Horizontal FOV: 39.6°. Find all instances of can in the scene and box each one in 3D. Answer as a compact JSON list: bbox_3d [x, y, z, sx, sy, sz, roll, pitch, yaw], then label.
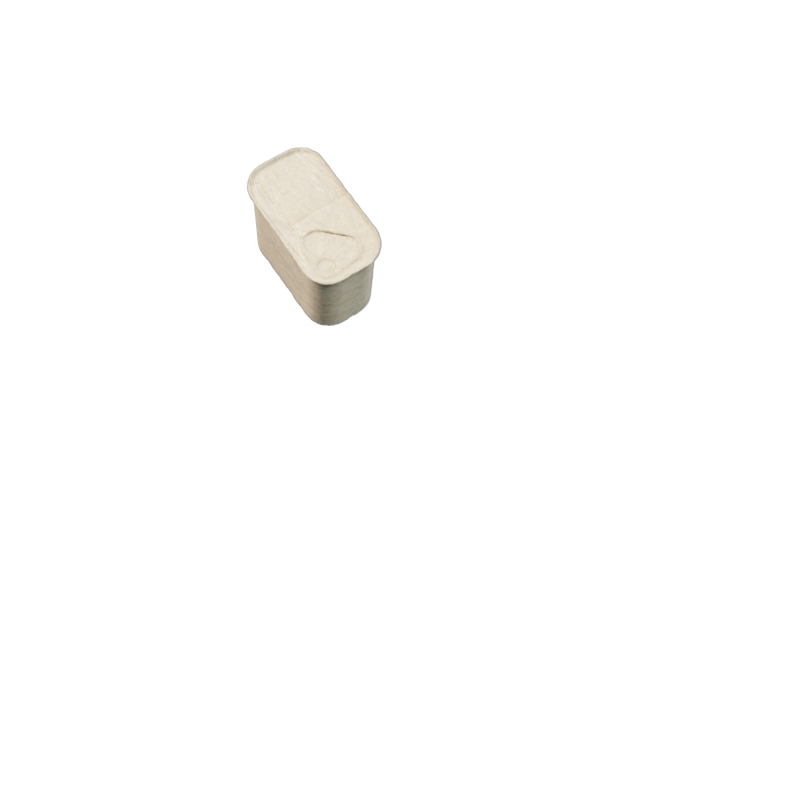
[{"bbox_3d":[-0.060,-0.109,0.765,0.057,0.108,0.079,-31,-19,-14],"label":"can"}]
